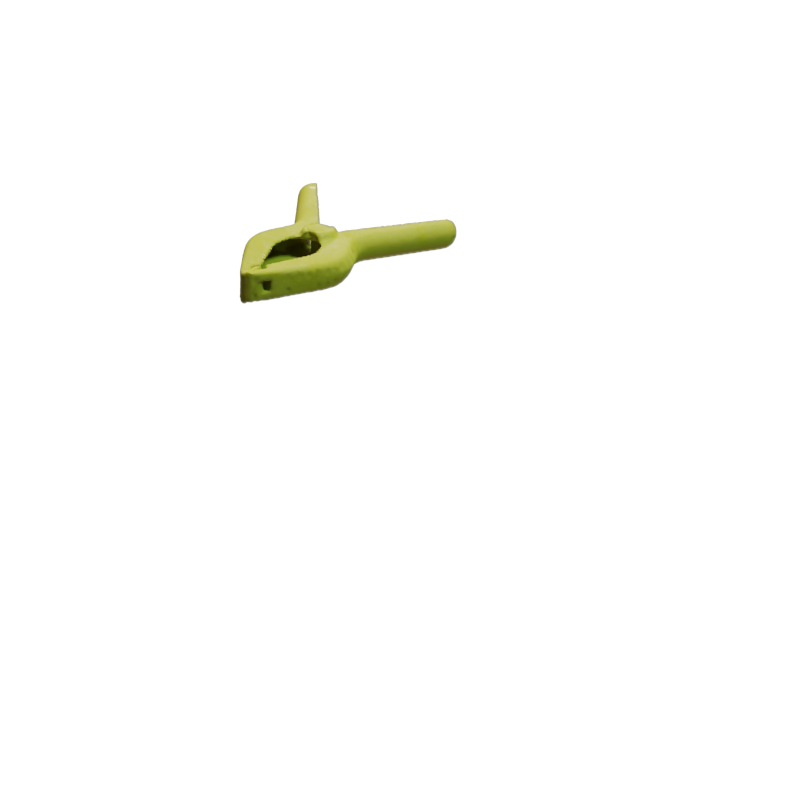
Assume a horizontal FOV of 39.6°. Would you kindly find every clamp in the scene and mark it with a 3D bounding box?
[{"bbox_3d":[-0.075,-0.137,0.960,0.175,0.034,0.209,23,37,34],"label":"clamp"}]
